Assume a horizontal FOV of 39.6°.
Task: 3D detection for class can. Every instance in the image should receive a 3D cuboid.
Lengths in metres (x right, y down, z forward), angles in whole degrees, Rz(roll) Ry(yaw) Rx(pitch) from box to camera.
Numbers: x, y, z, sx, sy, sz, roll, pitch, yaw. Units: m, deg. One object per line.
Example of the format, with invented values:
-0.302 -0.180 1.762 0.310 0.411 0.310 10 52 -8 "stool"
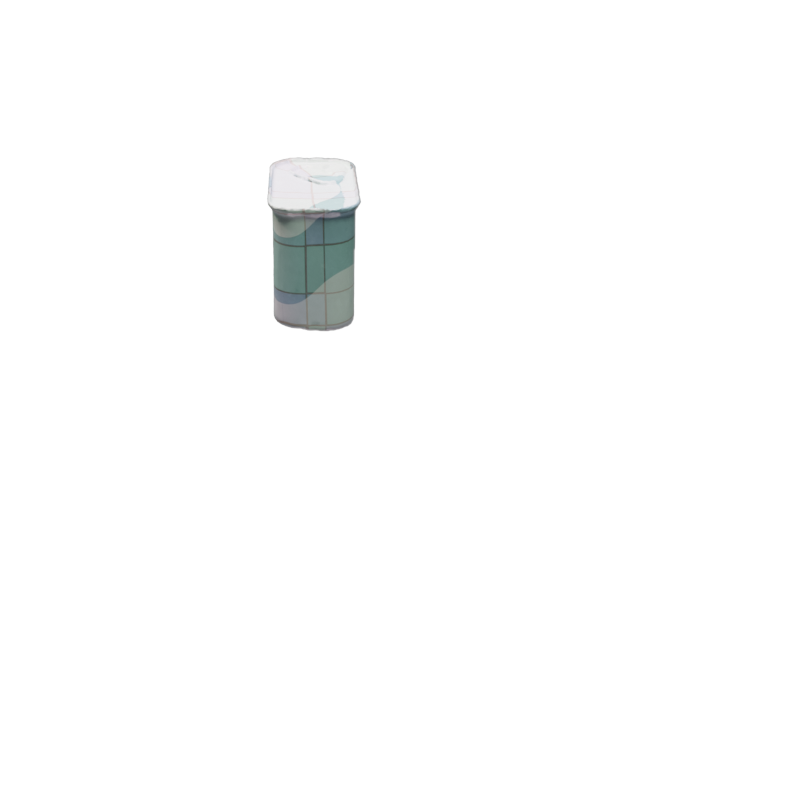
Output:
-0.057 -0.103 0.723 0.057 0.079 0.108 -1 27 -4 "can"
